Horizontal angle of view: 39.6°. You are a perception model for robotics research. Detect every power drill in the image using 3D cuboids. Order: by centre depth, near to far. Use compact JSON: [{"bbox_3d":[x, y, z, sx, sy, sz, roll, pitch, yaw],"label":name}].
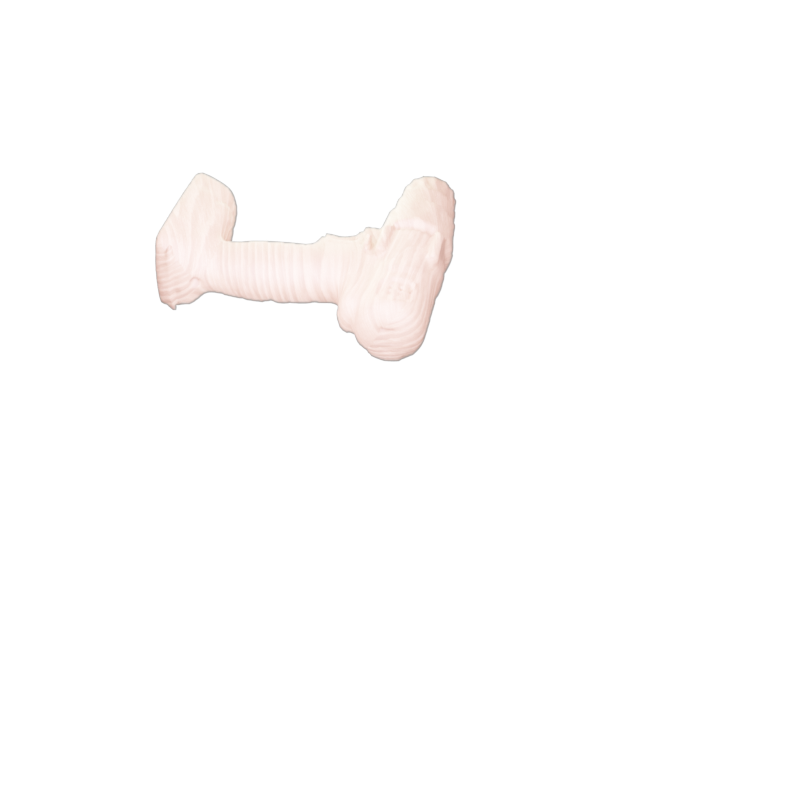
[{"bbox_3d":[-0.059,-0.107,0.751,0.191,0.054,0.194,7,38,9],"label":"power drill"}]
